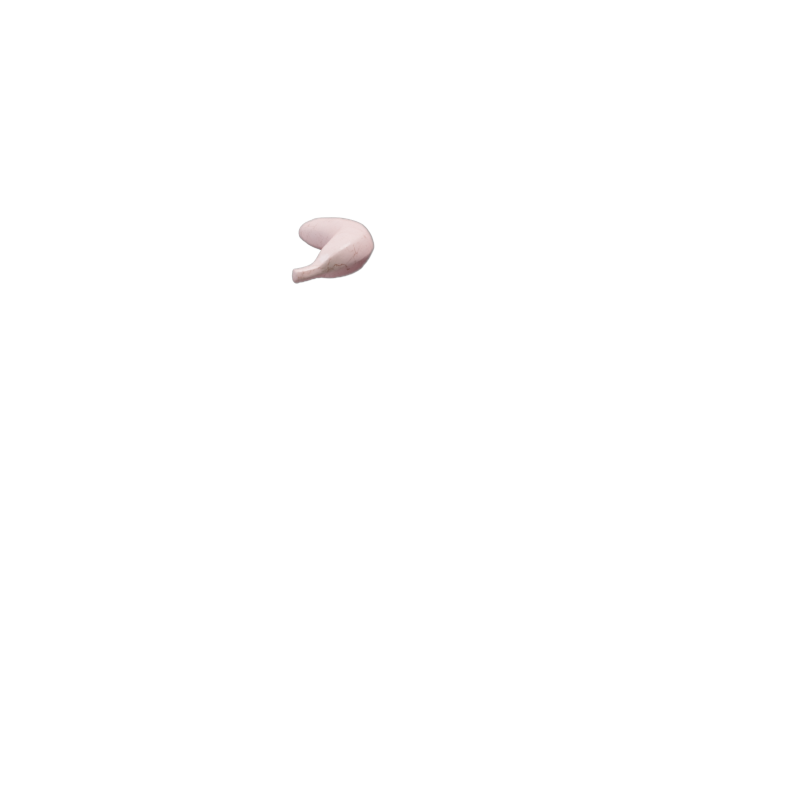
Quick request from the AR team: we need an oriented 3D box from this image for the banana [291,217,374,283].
[{"bbox_3d":[-0.058,-0.139,0.980,0.069,0.036,0.204,-1,17,-3],"label":"banana"}]
